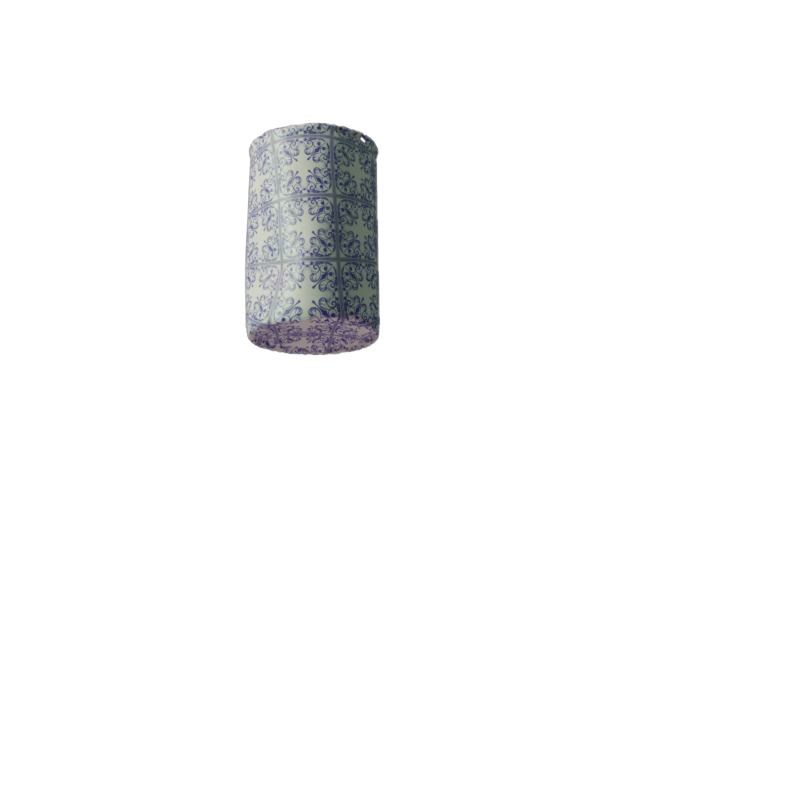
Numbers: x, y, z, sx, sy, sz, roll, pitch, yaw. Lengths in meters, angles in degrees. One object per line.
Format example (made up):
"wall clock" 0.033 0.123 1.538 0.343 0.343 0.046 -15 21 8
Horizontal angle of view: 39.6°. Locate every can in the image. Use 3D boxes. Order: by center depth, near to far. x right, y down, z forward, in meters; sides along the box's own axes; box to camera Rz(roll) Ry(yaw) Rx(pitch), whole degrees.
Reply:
"can" -0.044 -0.080 0.563 0.068 0.107 0.066 0 -18 -2
